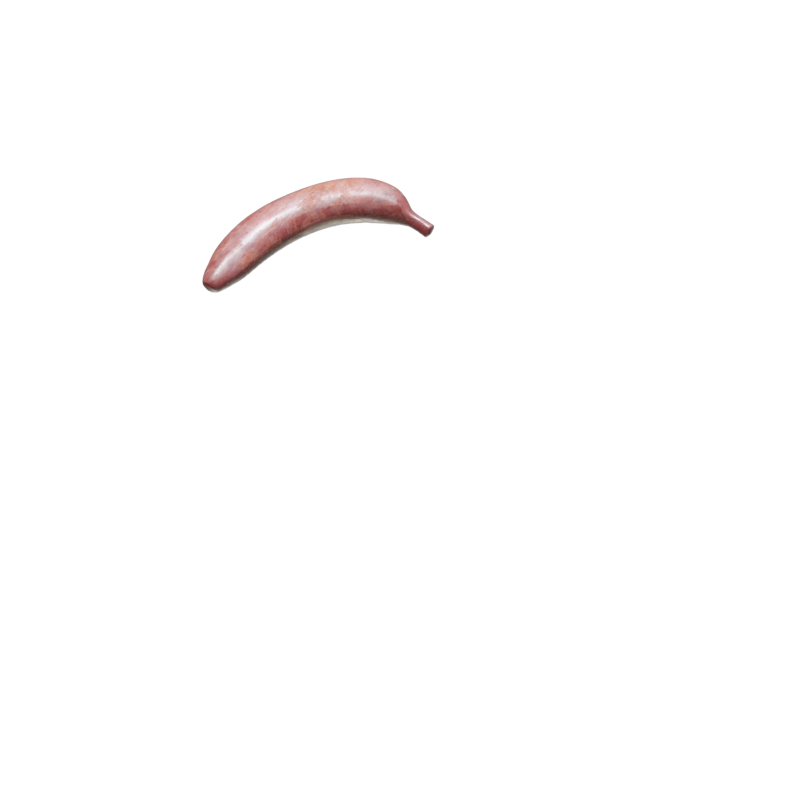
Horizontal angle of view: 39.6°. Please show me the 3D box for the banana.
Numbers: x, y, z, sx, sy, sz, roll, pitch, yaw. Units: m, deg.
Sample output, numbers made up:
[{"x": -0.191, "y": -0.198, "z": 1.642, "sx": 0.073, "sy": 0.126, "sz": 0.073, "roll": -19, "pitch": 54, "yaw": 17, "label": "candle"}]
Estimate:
[{"x": -0.074, "y": -0.142, "z": 0.902, "sx": 0.196, "sy": 0.075, "sz": 0.034, "roll": -18, "pitch": -37, "yaw": -14, "label": "banana"}]
